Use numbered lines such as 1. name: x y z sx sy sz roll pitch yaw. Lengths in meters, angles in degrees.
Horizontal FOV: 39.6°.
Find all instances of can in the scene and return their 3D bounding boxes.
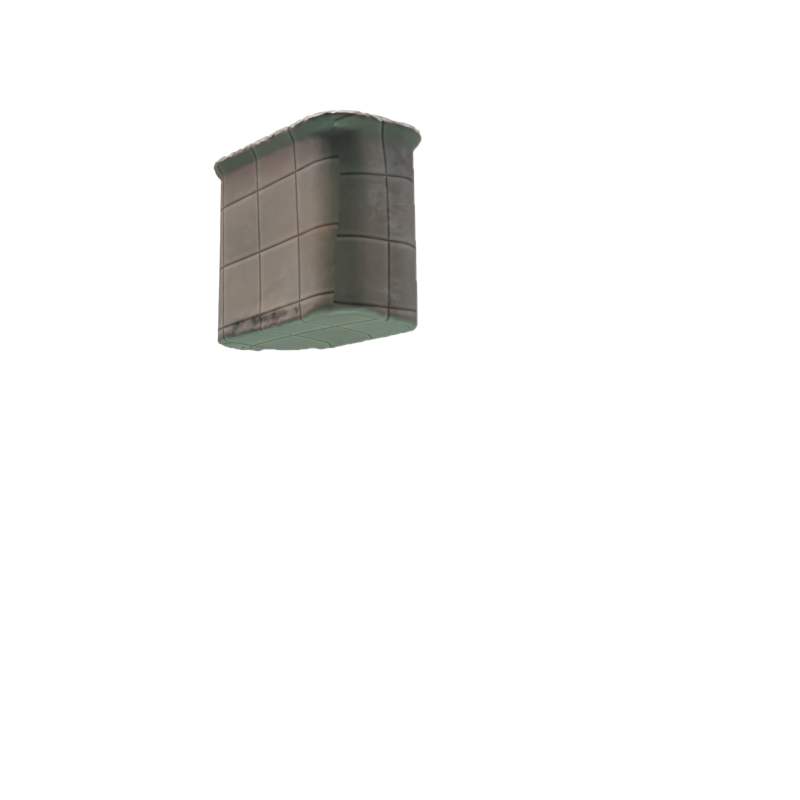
1. can: -0.037 -0.069 0.480 0.055 0.086 0.104 9 -14 -39
